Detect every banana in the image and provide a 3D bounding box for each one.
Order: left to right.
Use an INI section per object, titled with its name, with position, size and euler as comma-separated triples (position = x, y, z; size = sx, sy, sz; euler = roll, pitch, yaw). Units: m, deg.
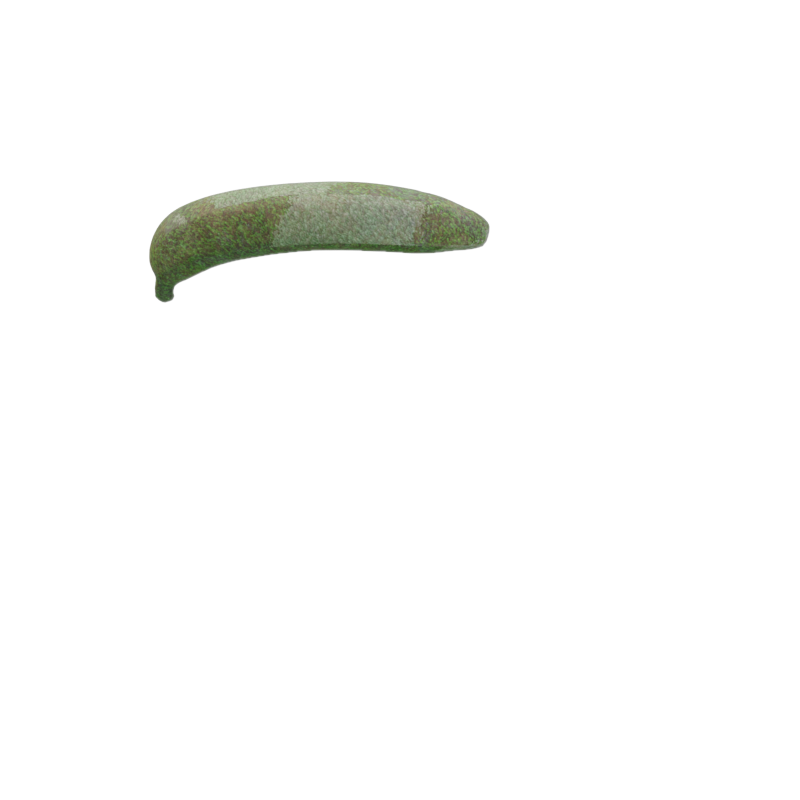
[banana]
position = -0.056, -0.089, 0.585
size = 0.201, 0.038, 0.065
euler = -6, -17, 20
